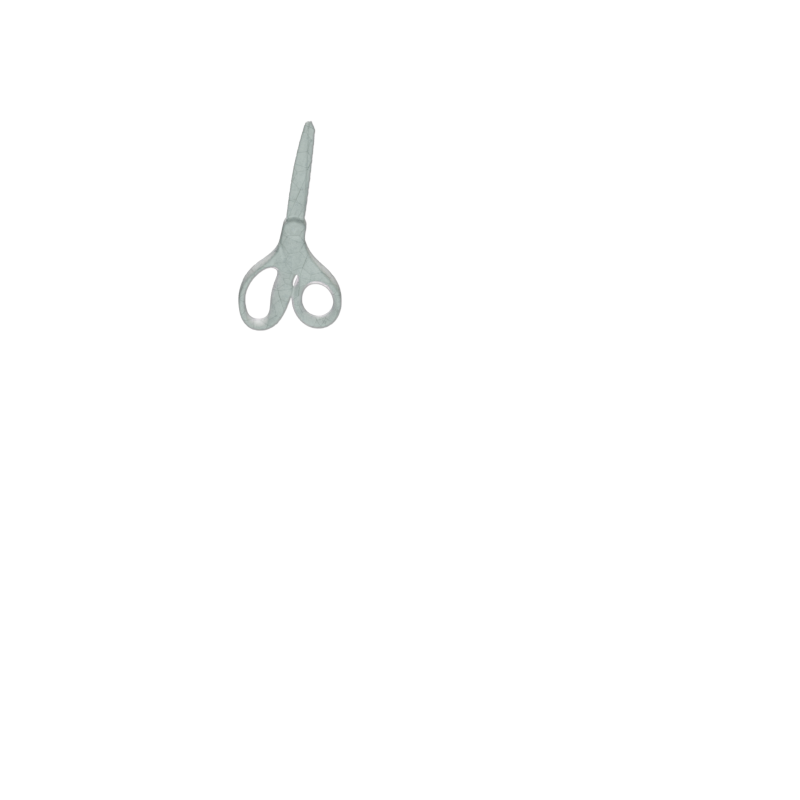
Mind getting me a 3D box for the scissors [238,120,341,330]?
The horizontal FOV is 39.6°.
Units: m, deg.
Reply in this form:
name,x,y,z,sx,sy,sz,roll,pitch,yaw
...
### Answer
name,x,y,z,sx,sy,sz,roll,pitch,yaw
scissors,-0.071,-0.129,0.906,0.093,0.194,0.017,21,34,-15
